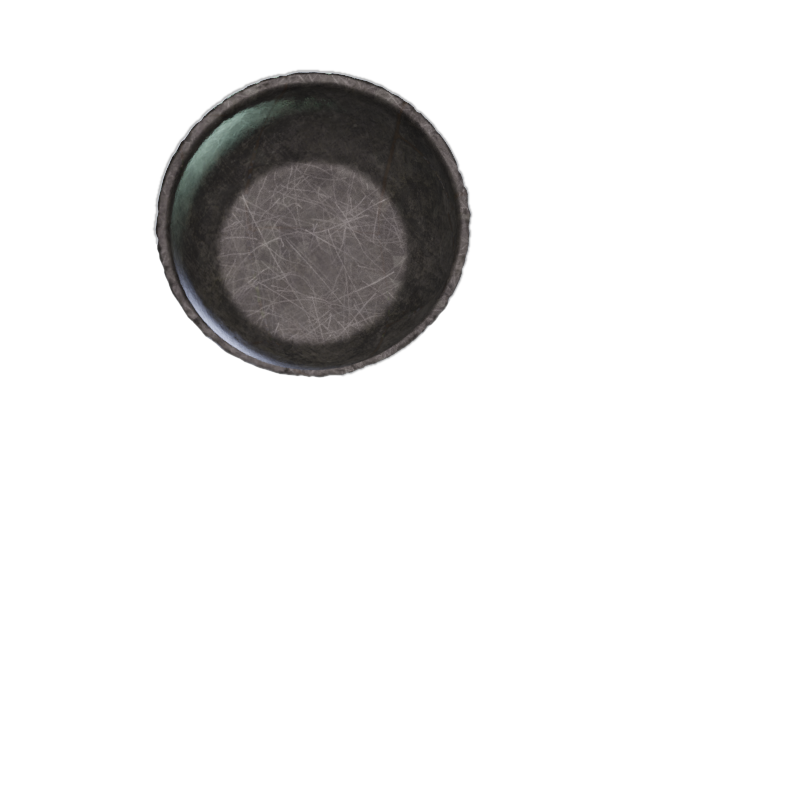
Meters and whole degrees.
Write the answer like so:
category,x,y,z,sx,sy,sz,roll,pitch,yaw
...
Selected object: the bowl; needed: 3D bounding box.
category,x,y,z,sx,sy,sz,roll,pitch,yaw
bowl,-0.043,-0.078,0.545,0.162,0.156,0.057,0,16,-1
